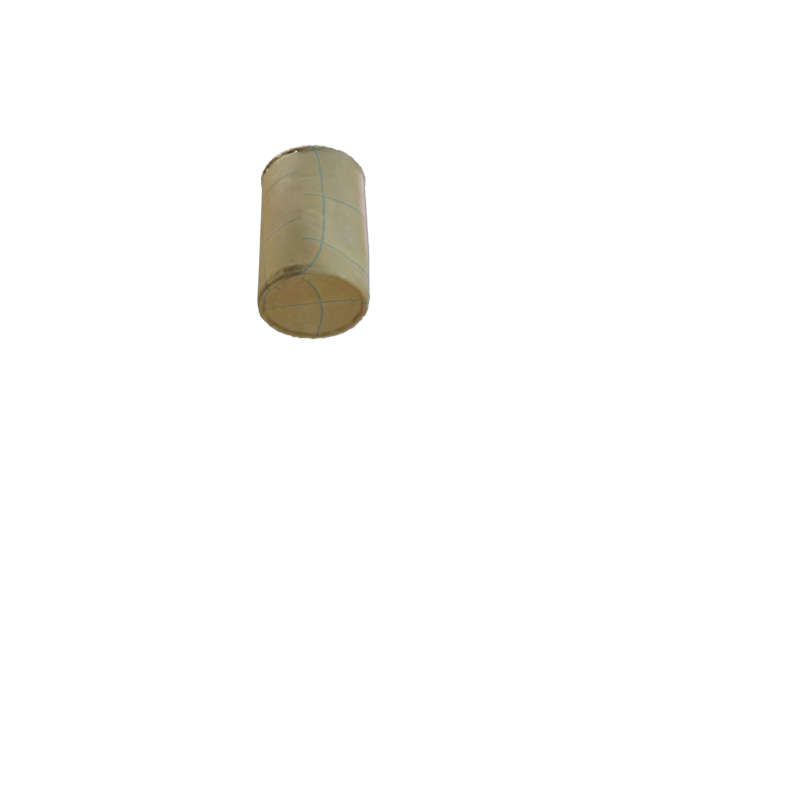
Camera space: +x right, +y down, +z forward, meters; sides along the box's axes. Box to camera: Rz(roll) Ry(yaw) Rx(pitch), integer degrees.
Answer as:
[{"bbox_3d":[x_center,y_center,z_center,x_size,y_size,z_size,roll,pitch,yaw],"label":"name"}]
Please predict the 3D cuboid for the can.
[{"bbox_3d":[-0.054,-0.098,0.685,0.068,0.109,0.064,-1,-36,-2],"label":"can"}]
